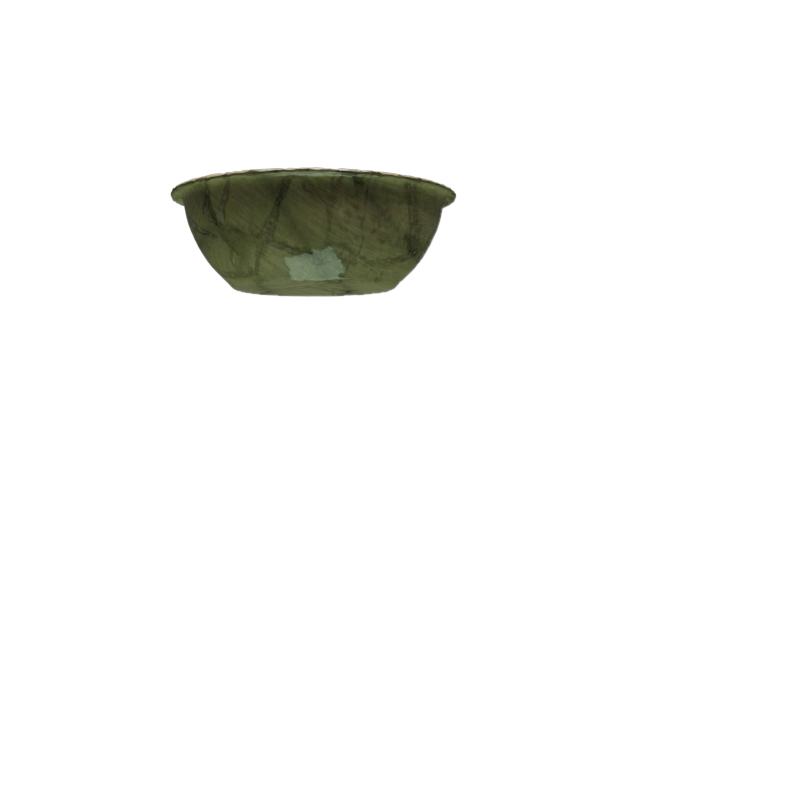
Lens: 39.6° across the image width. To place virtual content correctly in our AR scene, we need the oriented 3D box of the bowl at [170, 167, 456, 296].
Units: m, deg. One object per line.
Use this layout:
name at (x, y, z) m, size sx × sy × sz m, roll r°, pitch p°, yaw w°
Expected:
bowl at (-0.049, -0.089, 0.626) m, size 0.162 × 0.056 × 0.161 m, roll 0°, pitch -1°, yaw -2°
